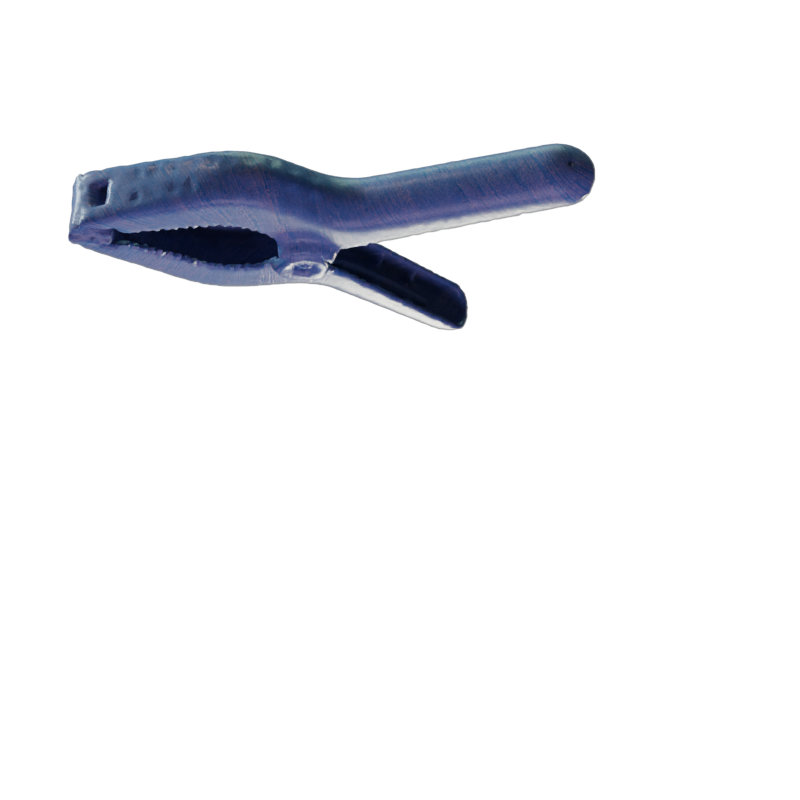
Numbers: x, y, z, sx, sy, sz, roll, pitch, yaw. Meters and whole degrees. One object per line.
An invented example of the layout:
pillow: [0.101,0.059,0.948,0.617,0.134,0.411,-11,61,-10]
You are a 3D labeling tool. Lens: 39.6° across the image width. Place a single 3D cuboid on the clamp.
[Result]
clamp: [-0.039,-0.071,0.496,0.208,0.038,0.158,2,-20,-6]
